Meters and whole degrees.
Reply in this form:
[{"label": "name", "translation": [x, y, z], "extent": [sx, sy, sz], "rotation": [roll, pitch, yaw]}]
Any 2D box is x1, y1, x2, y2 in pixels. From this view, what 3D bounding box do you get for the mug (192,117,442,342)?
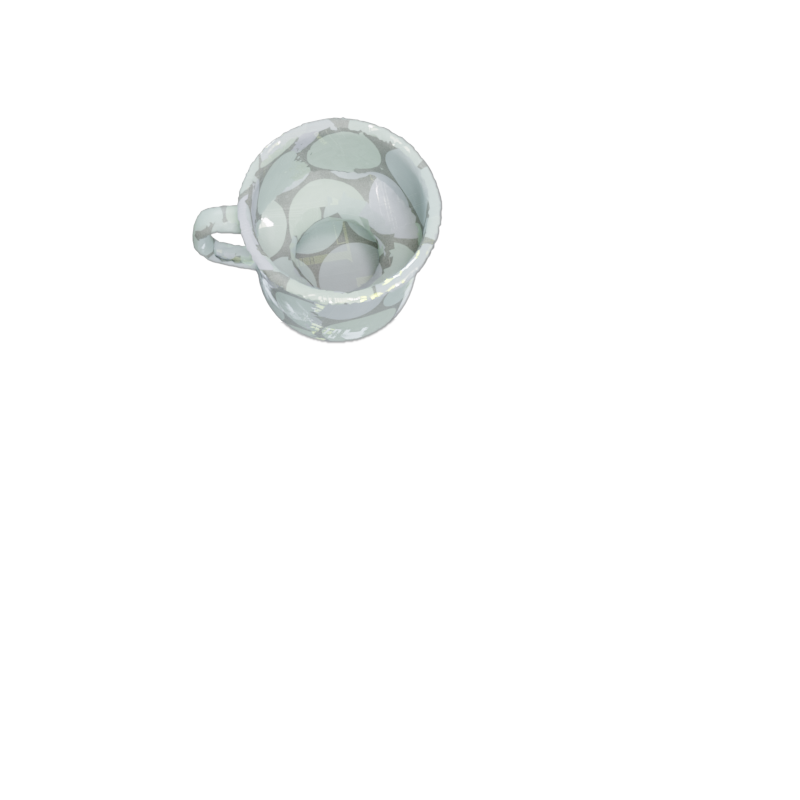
[{"label": "mug", "translation": [-0.042, -0.077, 0.540], "extent": [0.117, 0.098, 0.078], "rotation": [-2, -19, -2]}]
